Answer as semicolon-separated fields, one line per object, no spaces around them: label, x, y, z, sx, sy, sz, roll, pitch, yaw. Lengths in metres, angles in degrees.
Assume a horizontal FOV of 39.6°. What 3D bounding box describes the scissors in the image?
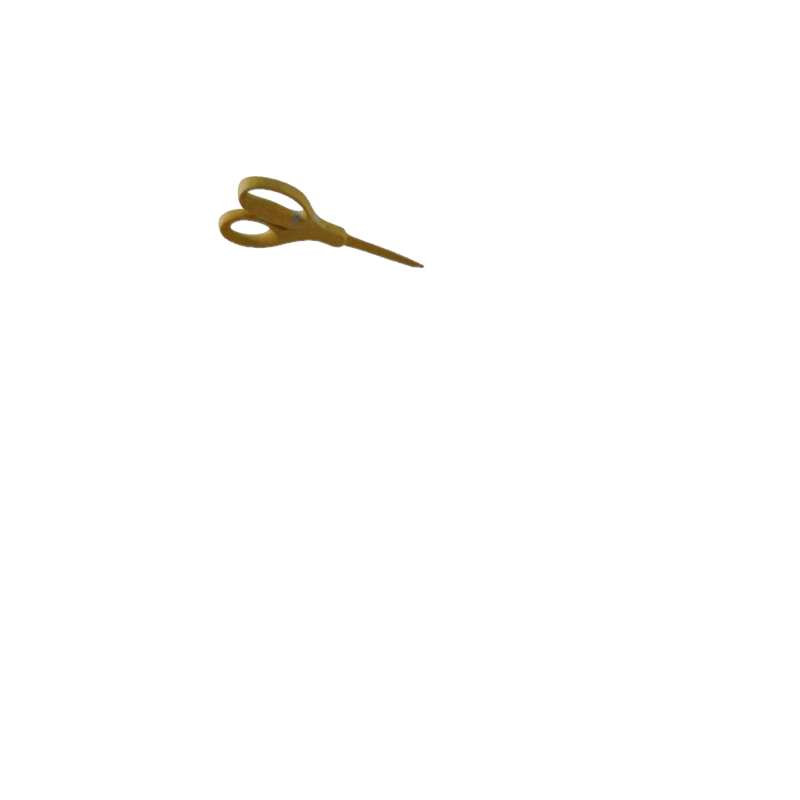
scissors;-0.078;-0.142;0.996;0.096;0.017;0.188;-25;-38;36
